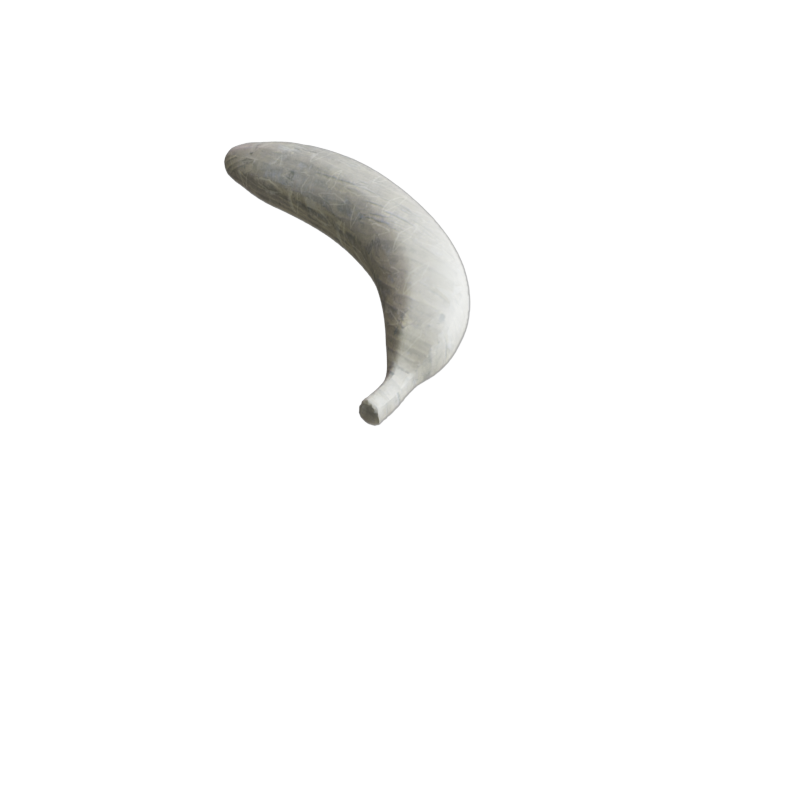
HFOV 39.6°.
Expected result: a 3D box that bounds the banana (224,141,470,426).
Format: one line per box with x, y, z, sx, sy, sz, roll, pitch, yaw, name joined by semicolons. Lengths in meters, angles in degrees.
-0.019;-0.071;0.487;0.069;0.034;0.214;-13;41;-17;banana
